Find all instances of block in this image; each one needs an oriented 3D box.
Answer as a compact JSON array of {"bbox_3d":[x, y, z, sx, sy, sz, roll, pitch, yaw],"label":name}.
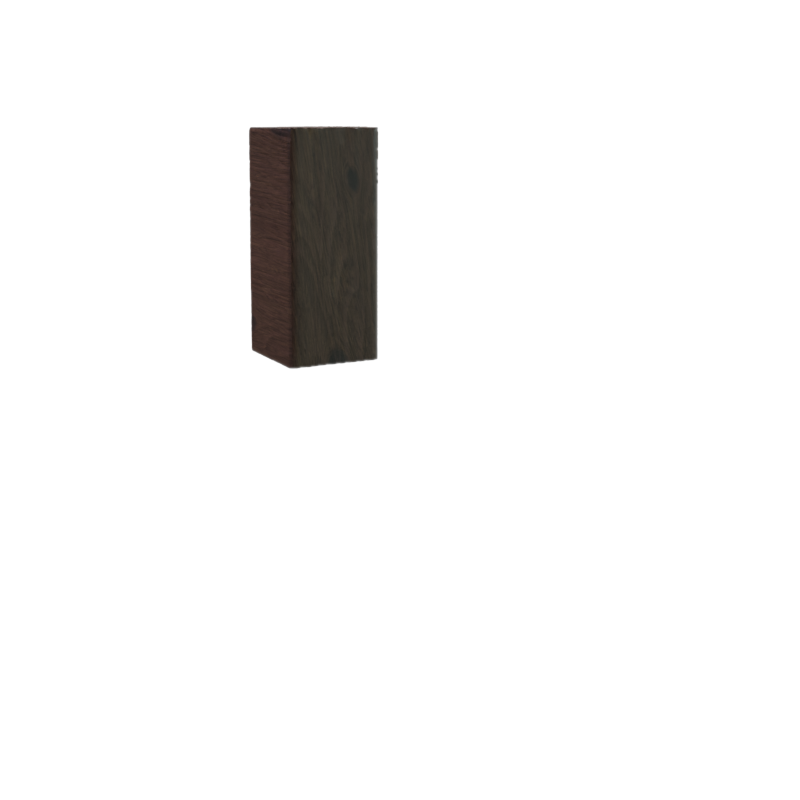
[{"bbox_3d":[-0.079,-0.142,0.996,0.088,0.202,0.095,-4,9,-29],"label":"block"}]
